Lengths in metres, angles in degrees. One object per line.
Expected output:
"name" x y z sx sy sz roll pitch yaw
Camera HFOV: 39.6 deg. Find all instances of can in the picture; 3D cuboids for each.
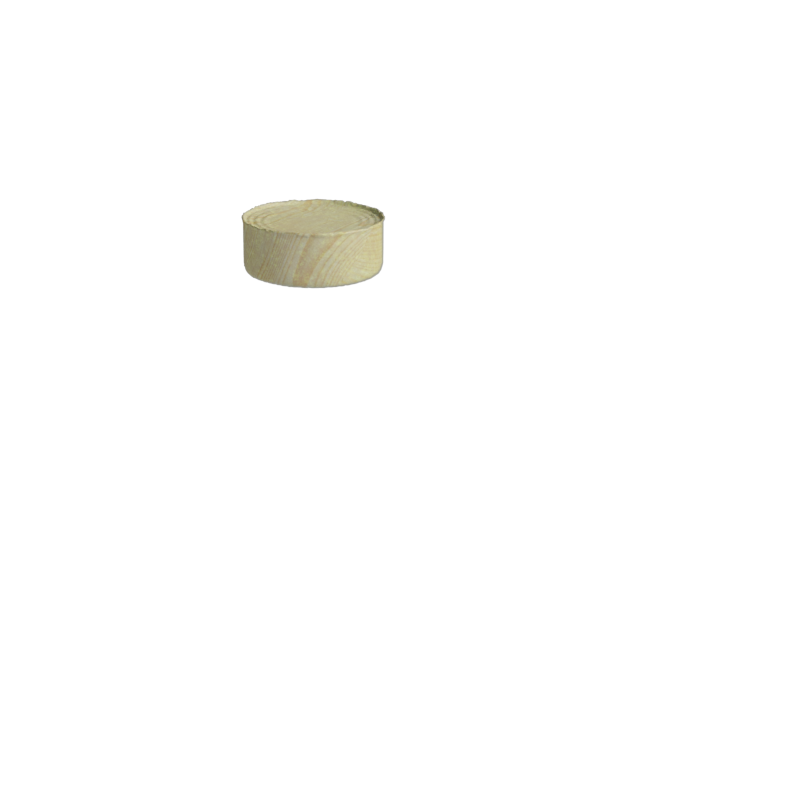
"can" -0.052 -0.095 0.667 0.086 0.032 0.090 -1 22 -2
